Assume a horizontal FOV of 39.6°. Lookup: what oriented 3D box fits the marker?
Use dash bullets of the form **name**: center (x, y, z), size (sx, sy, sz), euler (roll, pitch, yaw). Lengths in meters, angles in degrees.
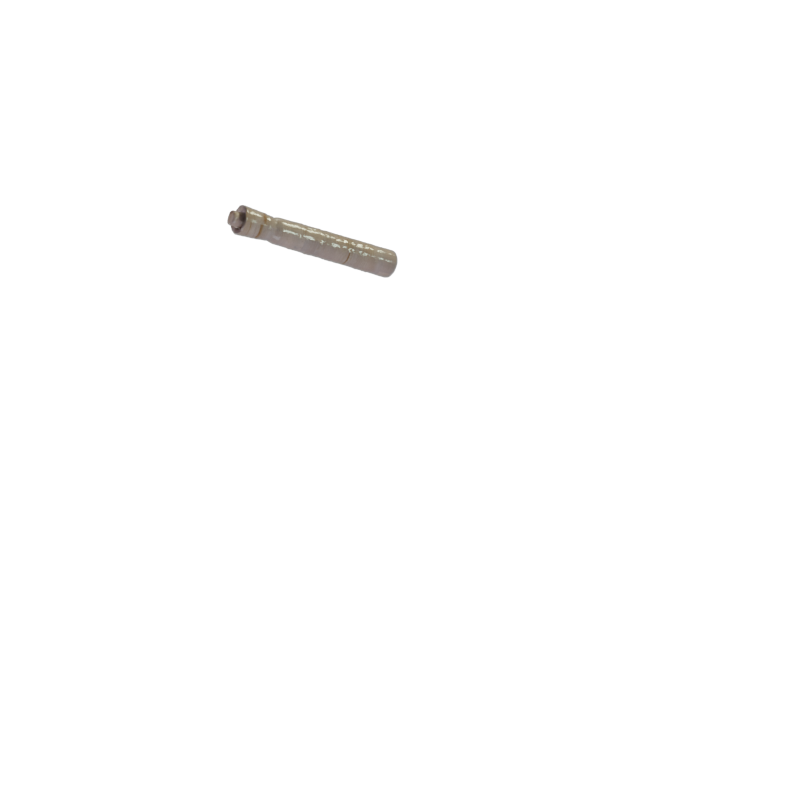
- **marker**: center (-0.055, -0.100, 0.703), size (0.115, 0.020, 0.020), euler (12, -3, -31)
